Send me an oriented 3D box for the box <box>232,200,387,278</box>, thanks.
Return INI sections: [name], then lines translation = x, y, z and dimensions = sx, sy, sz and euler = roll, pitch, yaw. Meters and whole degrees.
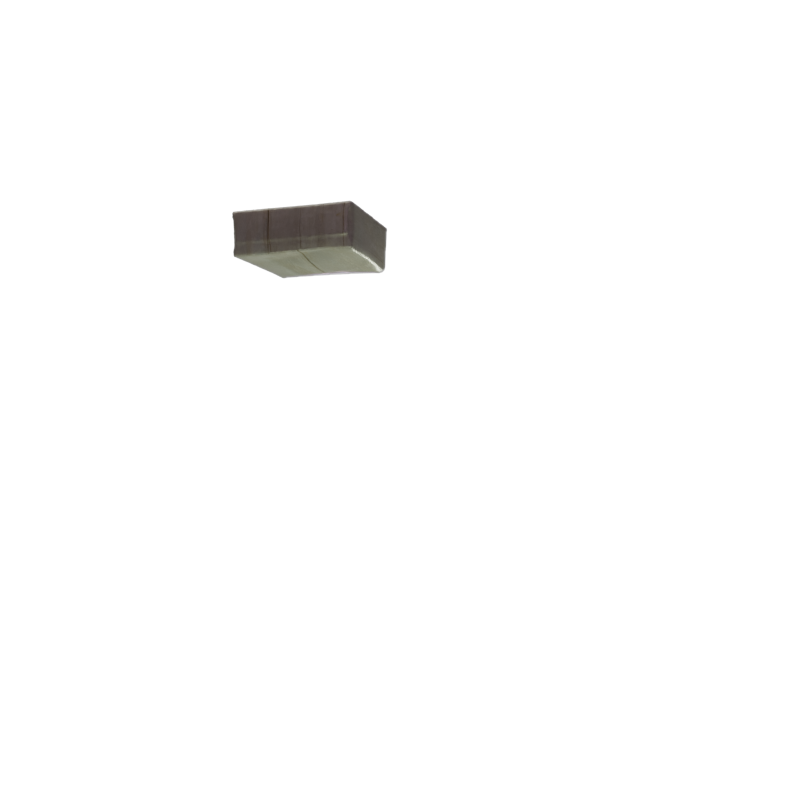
[box]
translation = -0.065, -0.119, 0.831
dimensions = 0.091, 0.040, 0.109
euler = -1, -5, 14
